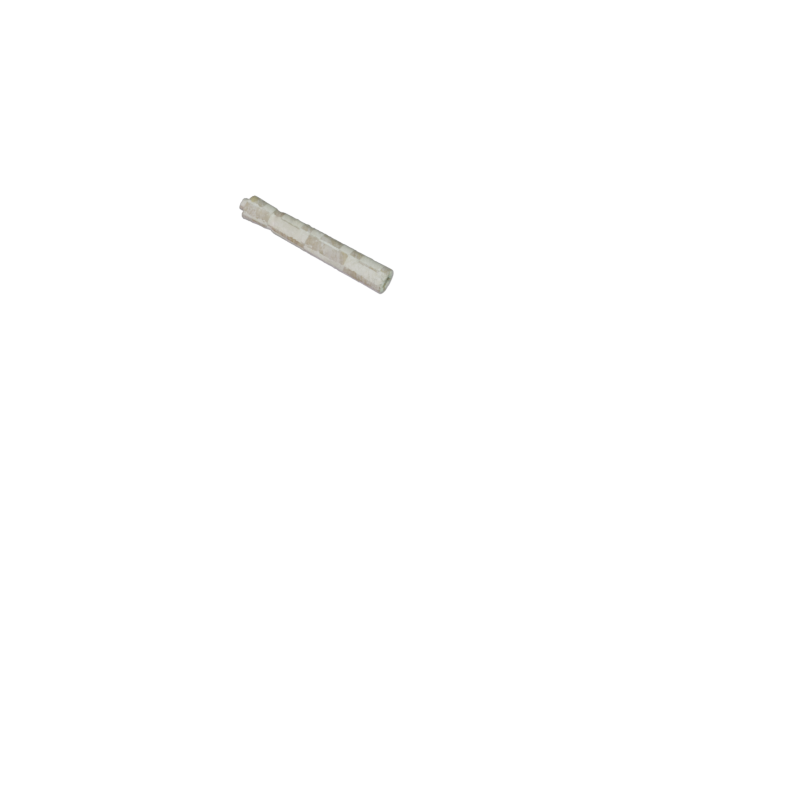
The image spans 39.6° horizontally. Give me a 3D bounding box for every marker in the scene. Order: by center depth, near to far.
[{"bbox_3d":[-0.061,-0.110,0.774,0.126,0.019,0.019,30,12,17],"label":"marker"}]
